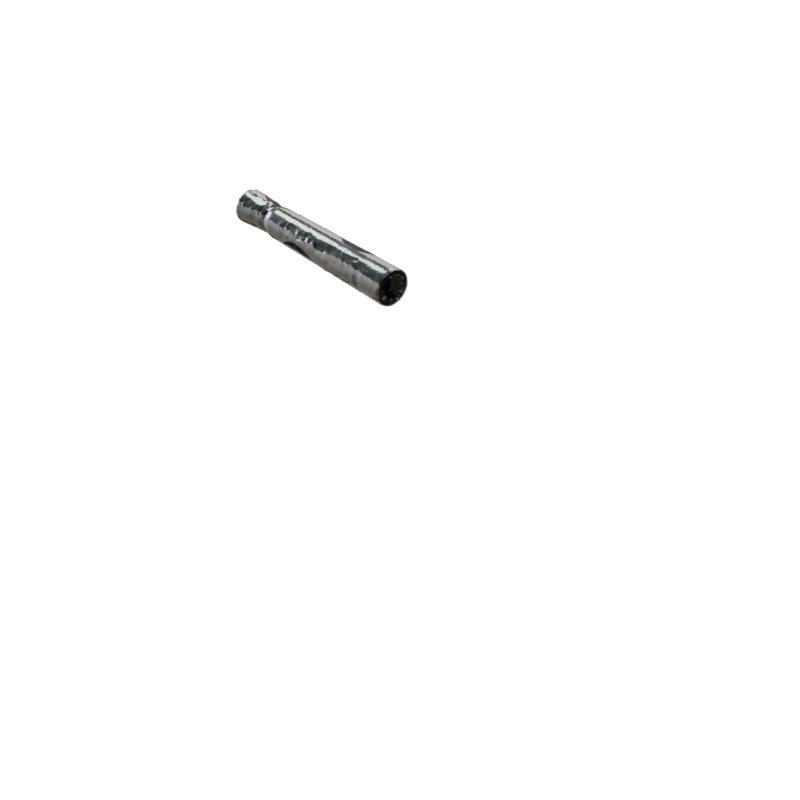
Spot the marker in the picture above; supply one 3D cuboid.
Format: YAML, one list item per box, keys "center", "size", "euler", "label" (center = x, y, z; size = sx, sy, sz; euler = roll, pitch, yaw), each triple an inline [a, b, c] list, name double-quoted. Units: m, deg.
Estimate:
- center: [-0.043, -0.079, 0.550]
  size: [0.019, 0.019, 0.130]
  euler: [-3, 27, -42]
  label: "marker"
